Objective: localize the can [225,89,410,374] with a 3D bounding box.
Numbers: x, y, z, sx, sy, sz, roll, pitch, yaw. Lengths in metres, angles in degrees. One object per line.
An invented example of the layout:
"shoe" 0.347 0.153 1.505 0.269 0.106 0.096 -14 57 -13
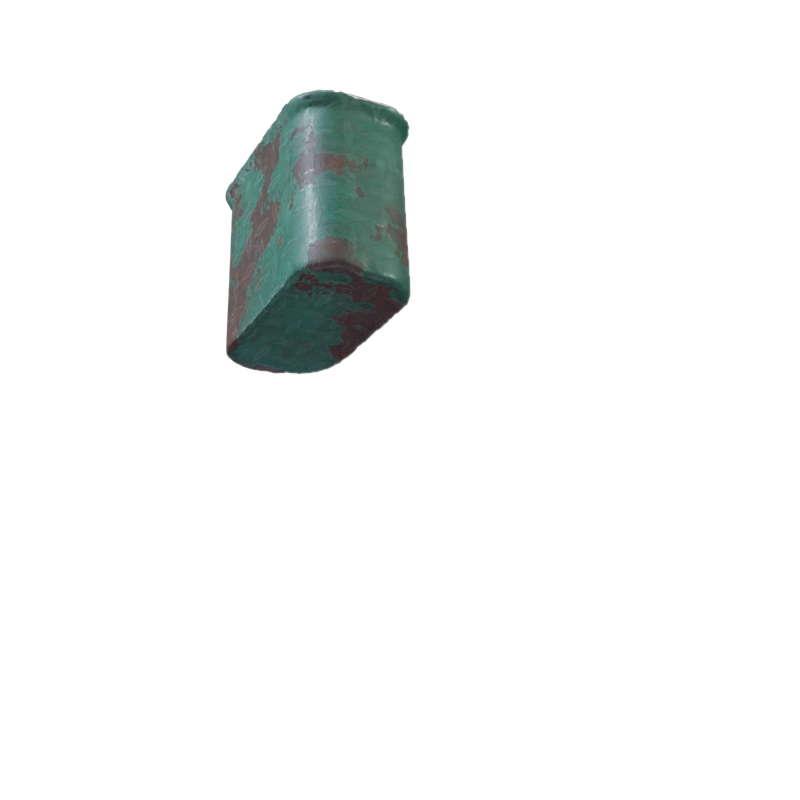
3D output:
"can" -0.037 -0.068 0.475 0.055 0.089 0.100 13 -31 -25
